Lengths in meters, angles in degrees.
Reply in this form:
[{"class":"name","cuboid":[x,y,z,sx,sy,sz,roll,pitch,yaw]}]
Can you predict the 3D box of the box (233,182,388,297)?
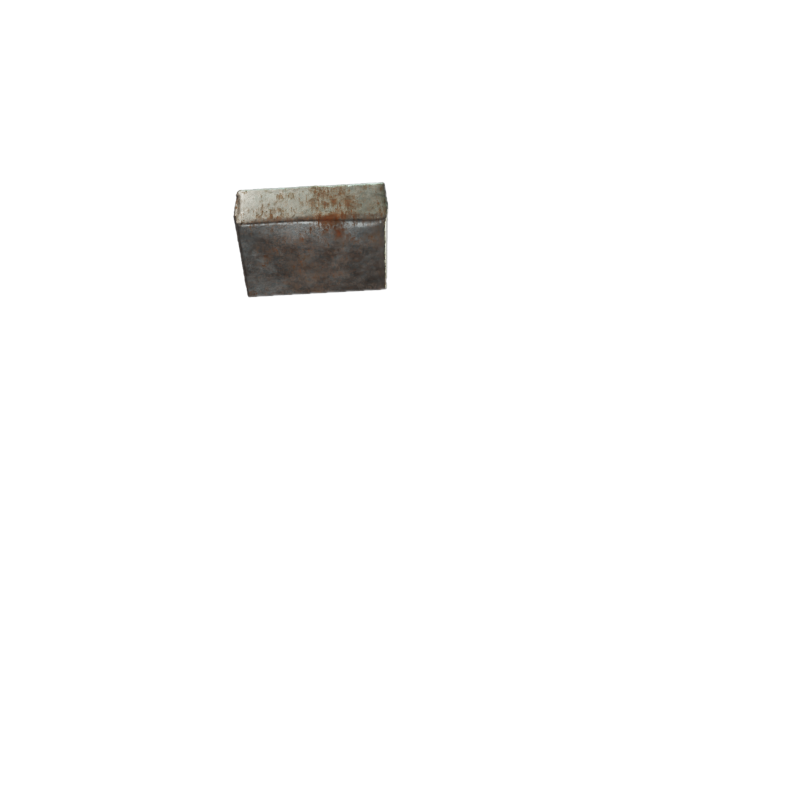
[{"class":"box","cuboid":[-0.066,-0.120,0.842,0.114,0.042,0.084,-1,-35,1]}]
